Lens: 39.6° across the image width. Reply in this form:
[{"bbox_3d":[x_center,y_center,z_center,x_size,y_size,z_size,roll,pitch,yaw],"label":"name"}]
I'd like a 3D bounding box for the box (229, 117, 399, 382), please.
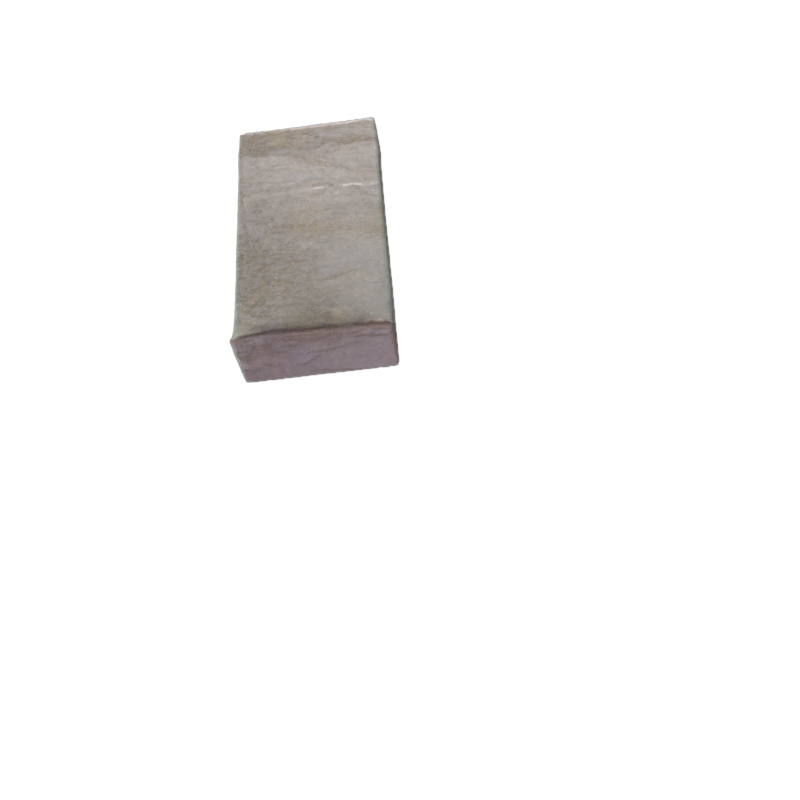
[{"bbox_3d":[-0.053,-0.097,0.682,0.094,0.189,0.044,-7,-42,4],"label":"box"}]
